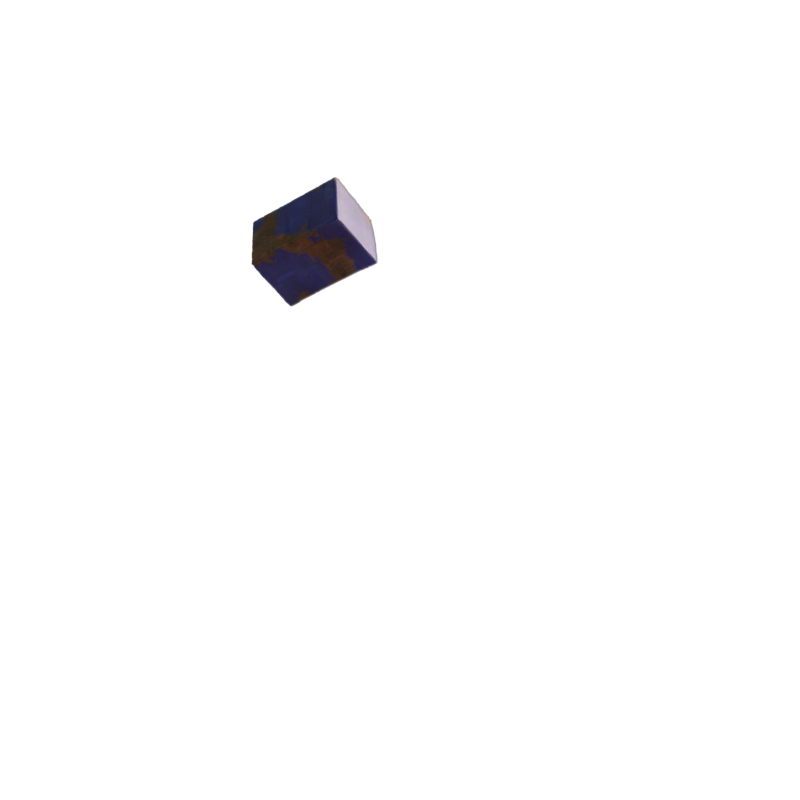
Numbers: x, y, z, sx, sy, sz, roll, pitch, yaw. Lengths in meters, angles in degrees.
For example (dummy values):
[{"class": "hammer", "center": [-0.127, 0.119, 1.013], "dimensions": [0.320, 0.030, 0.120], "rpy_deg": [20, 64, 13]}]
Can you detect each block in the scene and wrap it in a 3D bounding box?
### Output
[{"class": "block", "center": [-0.064, -0.116, 0.812], "dimensions": [0.078, 0.055, 0.049], "rpy_deg": [-25, -50, 20]}]
